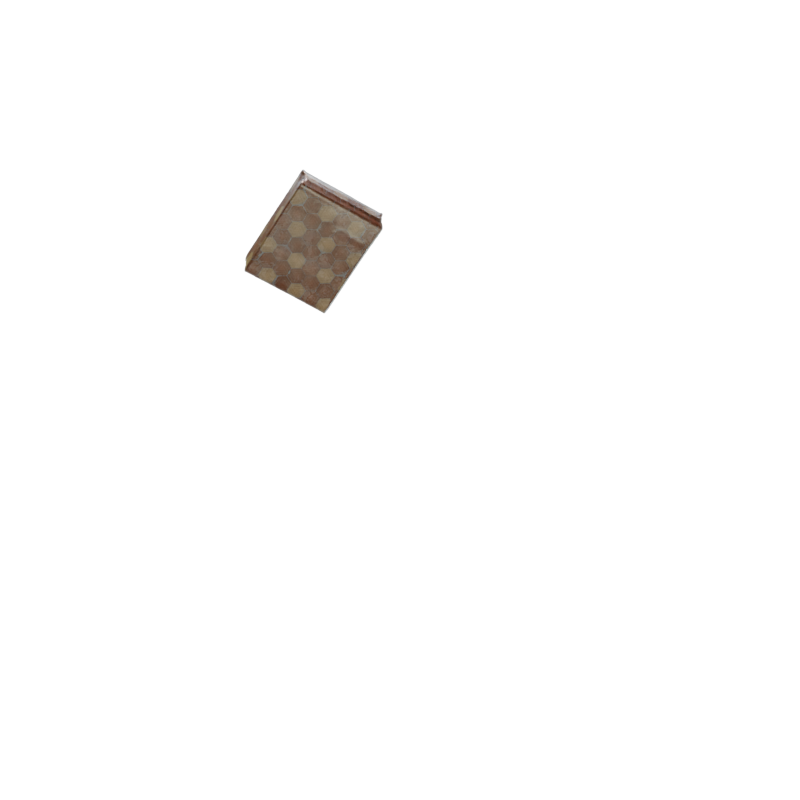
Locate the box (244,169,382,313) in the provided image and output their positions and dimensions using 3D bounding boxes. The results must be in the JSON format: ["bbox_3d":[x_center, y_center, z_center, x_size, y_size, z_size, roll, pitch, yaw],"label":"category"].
[{"bbox_3d":[-0.066,-0.121,0.850,0.071,0.087,0.032,29,24,-15],"label":"box"}]
